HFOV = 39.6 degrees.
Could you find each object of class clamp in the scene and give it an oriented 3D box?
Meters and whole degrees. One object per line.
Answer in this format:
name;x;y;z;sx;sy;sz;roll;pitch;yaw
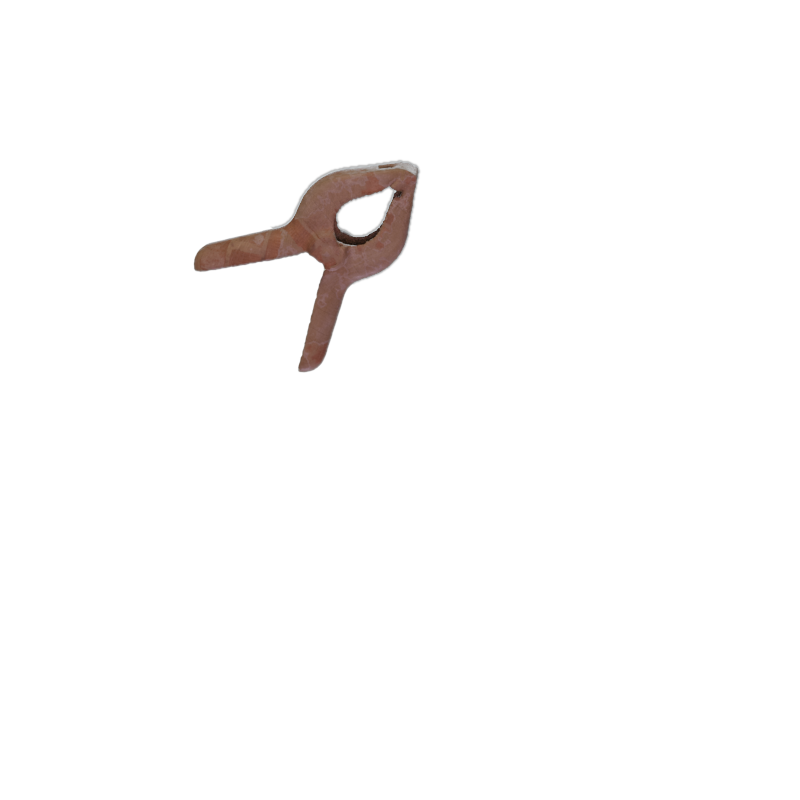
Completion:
clamp;-0.061;-0.112;0.782;0.116;0.169;0.041;36;17;-13
